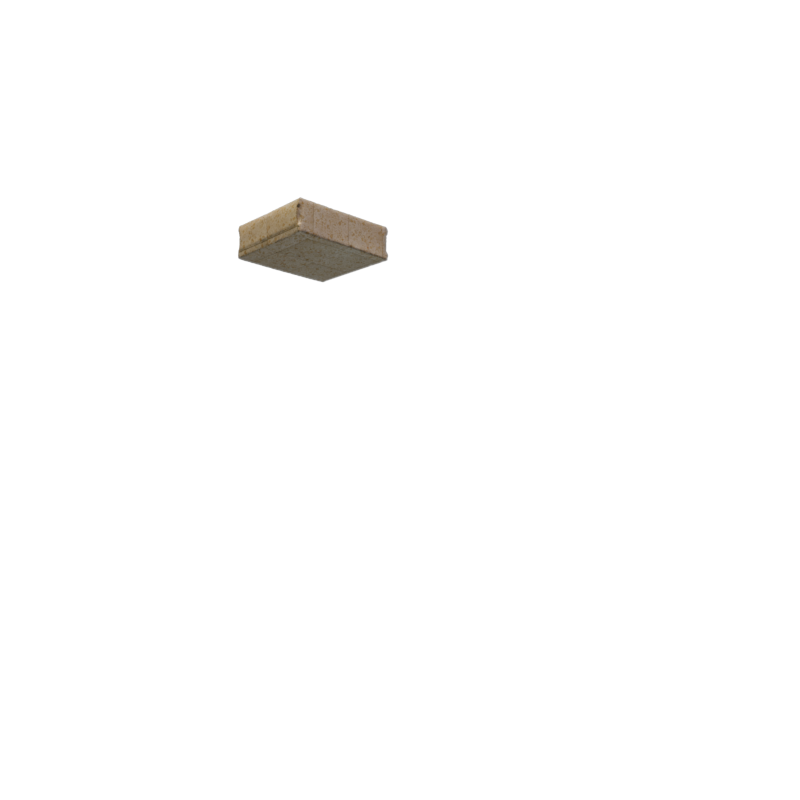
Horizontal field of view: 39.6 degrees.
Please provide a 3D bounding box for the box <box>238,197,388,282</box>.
[{"bbox_3d":[-0.065,-0.118,0.829,0.084,0.031,0.074,12,-19,-41],"label":"box"}]
